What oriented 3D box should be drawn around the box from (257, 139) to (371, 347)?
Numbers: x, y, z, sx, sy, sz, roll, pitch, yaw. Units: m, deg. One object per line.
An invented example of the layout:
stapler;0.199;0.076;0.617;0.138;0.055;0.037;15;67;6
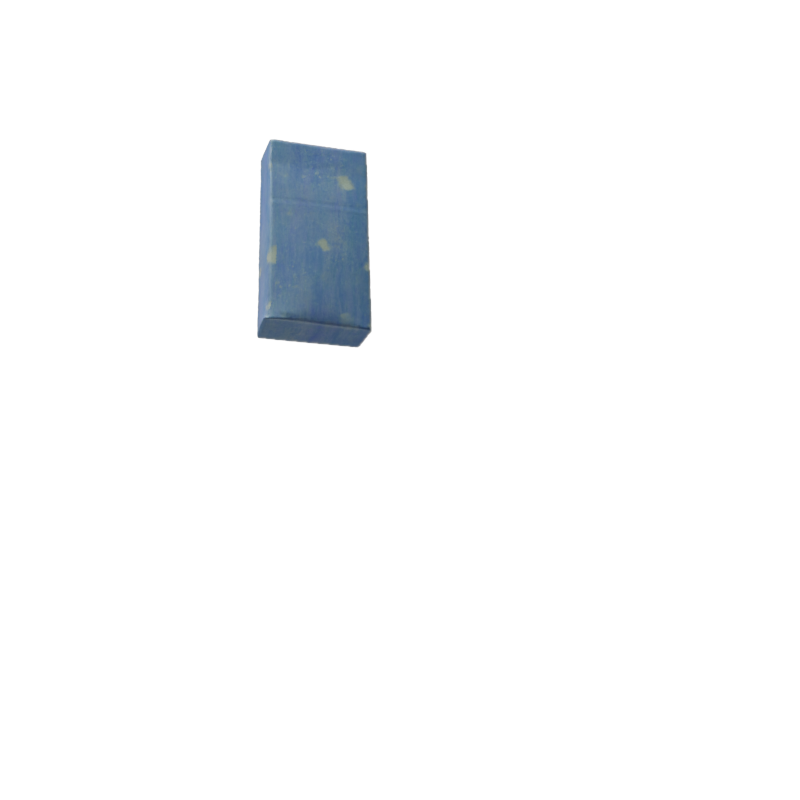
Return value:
box;-0.076;-0.138;0.968;0.091;0.187;0.046;6;-28;-14
